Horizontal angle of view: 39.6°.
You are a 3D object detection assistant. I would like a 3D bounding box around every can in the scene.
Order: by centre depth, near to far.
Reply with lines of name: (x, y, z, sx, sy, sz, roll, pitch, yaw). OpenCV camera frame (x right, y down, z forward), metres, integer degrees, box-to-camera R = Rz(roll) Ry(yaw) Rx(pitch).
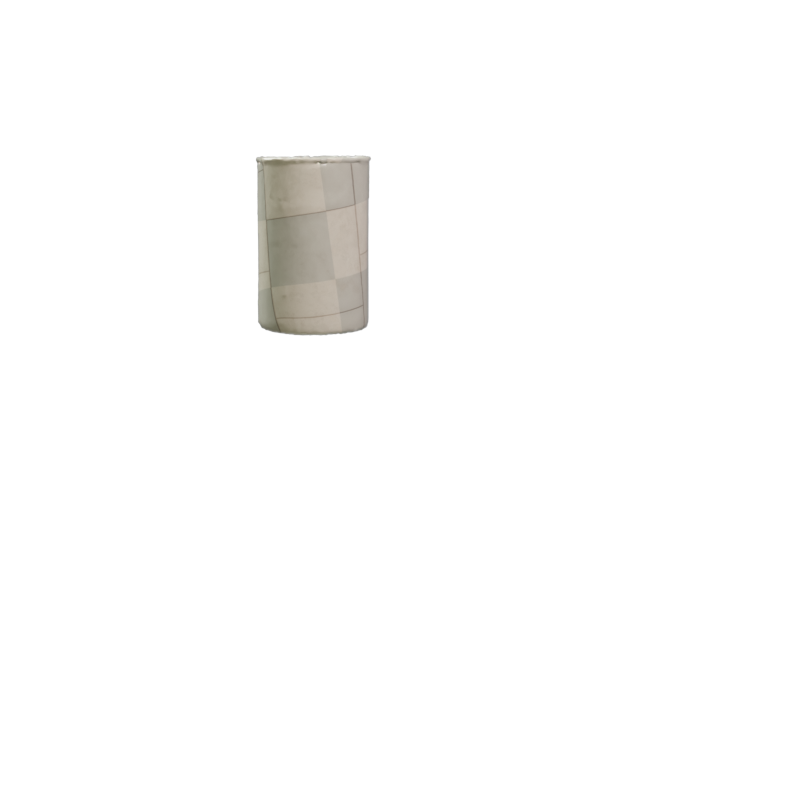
can: (-0.052, -0.094, 0.661, 0.068, 0.101, 0.070, 0, 8, -2)
